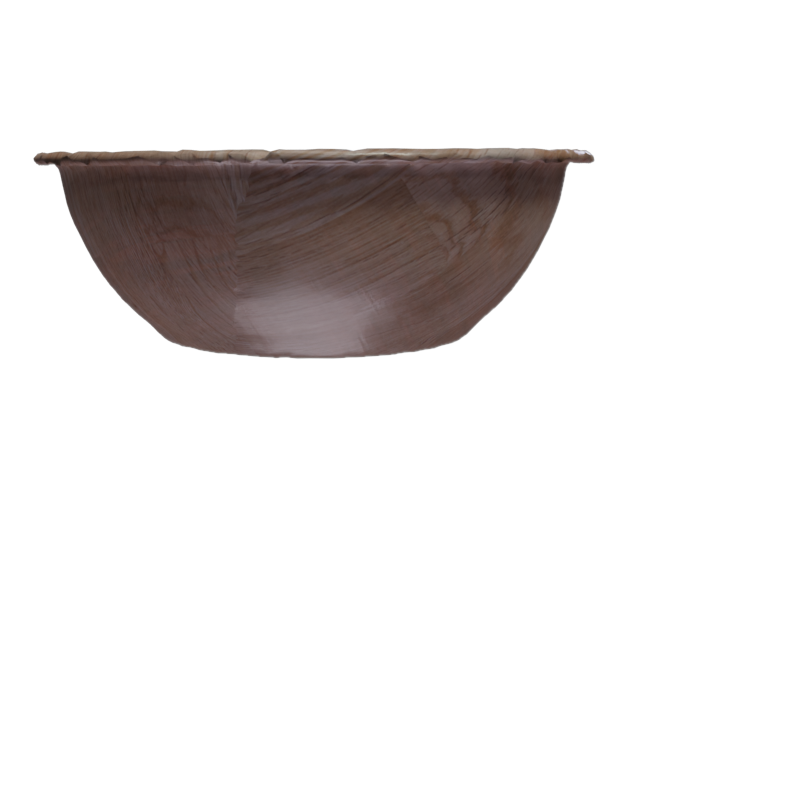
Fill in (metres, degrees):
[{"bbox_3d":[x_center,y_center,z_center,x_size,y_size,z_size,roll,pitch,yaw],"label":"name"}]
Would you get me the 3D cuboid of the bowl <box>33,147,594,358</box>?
[{"bbox_3d":[-0.026,-0.047,0.331,0.162,0.054,0.166,0,12,-2],"label":"bowl"}]
